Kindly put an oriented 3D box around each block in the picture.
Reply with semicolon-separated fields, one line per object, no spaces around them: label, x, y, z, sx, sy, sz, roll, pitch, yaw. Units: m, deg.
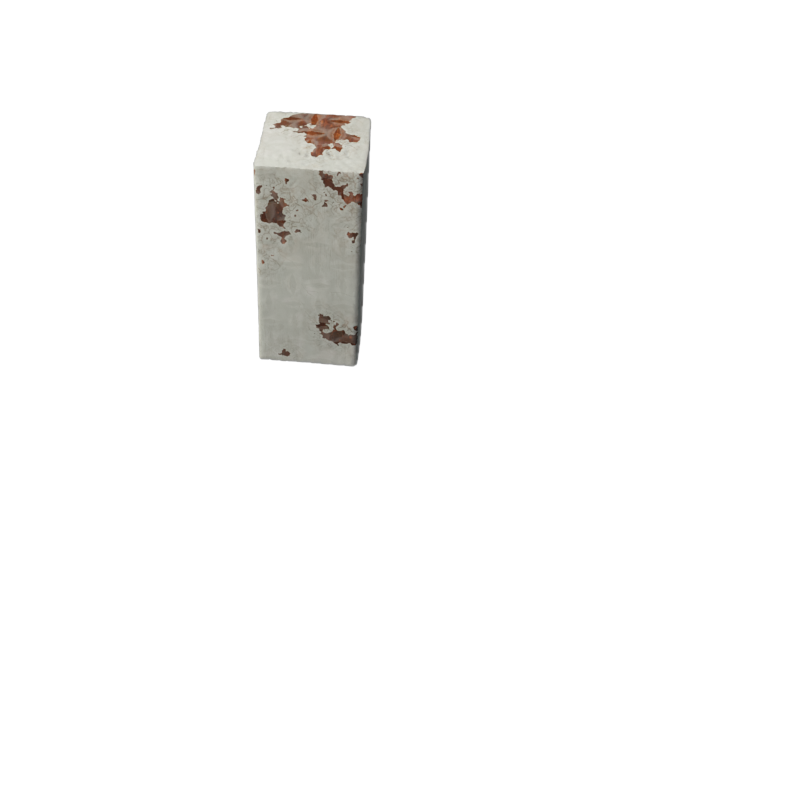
block;-0.075;-0.138;0.965;0.091;0.192;0.096;4;40;2
